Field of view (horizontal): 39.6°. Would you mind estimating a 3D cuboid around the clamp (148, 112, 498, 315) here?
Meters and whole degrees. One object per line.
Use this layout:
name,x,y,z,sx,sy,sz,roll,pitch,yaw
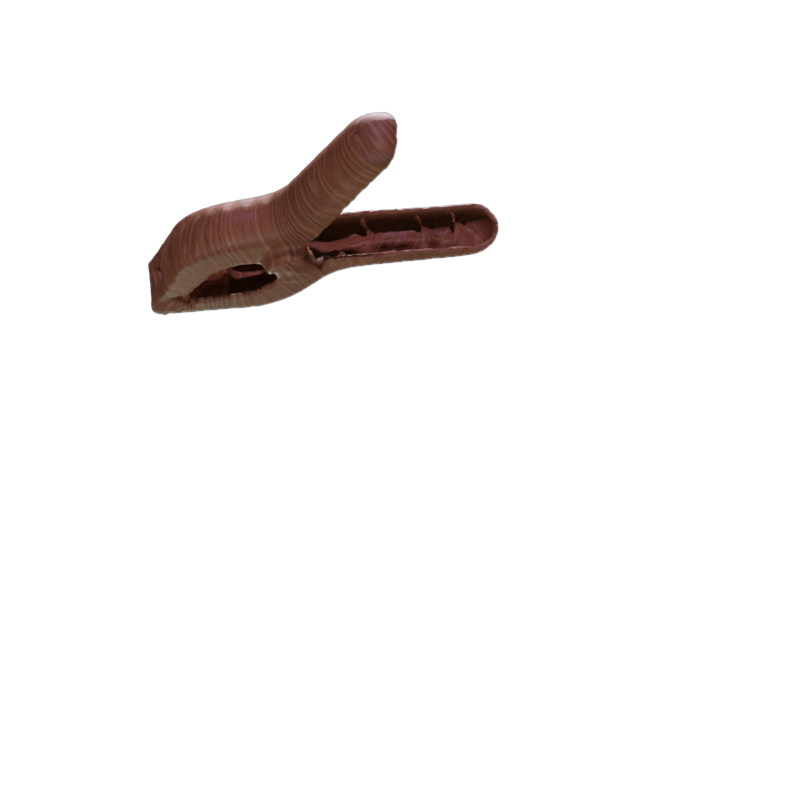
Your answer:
clamp,-0.041,-0.075,0.528,0.173,0.042,0.112,-18,-30,33
